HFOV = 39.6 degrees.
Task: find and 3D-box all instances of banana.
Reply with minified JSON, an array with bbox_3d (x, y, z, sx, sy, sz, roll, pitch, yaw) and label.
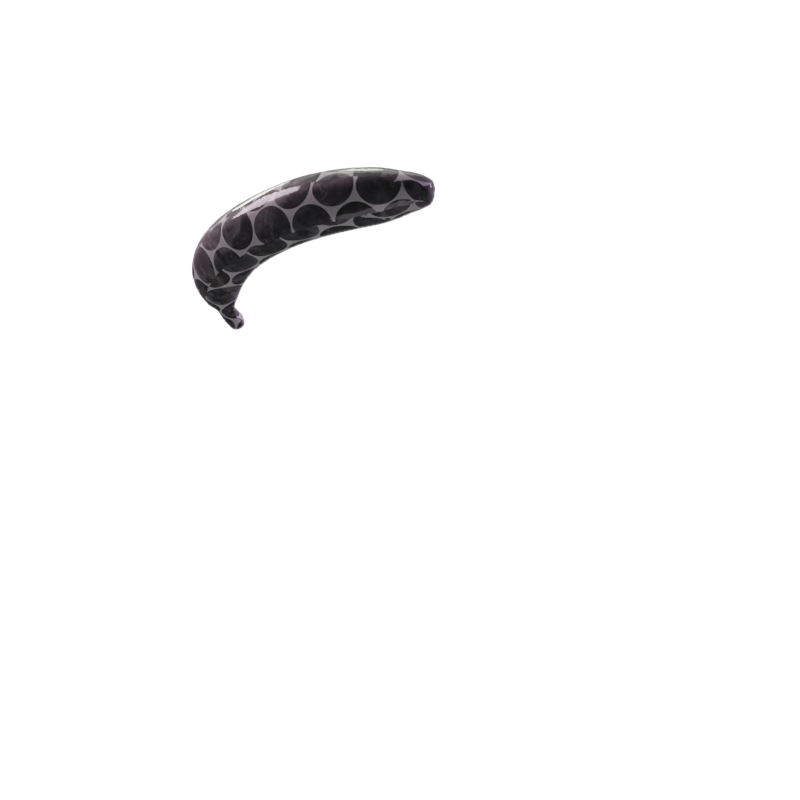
[{"bbox_3d":[-0.068,-0.098,0.657,0.066,0.039,0.198,20,-30,-37],"label":"banana"}]
